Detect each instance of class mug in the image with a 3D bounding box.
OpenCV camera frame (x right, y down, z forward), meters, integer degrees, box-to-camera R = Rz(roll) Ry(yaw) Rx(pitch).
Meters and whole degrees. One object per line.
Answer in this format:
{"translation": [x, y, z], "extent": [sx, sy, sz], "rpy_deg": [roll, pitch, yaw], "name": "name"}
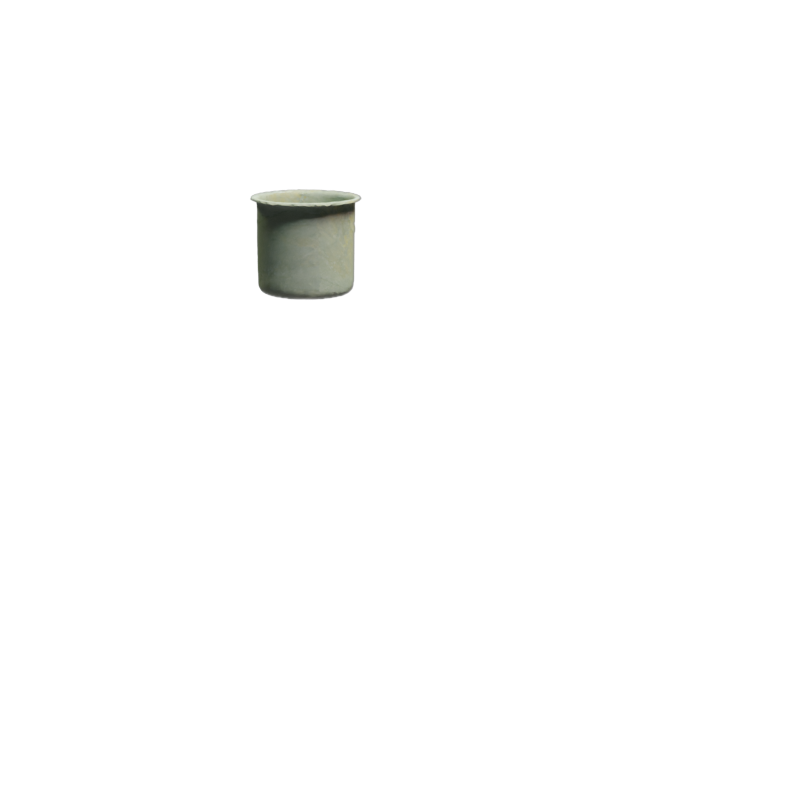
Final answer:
{"translation": [-0.074, -0.135, 0.944], "extent": [0.097, 0.079, 0.116], "rpy_deg": [8, 17, 27], "name": "mug"}
